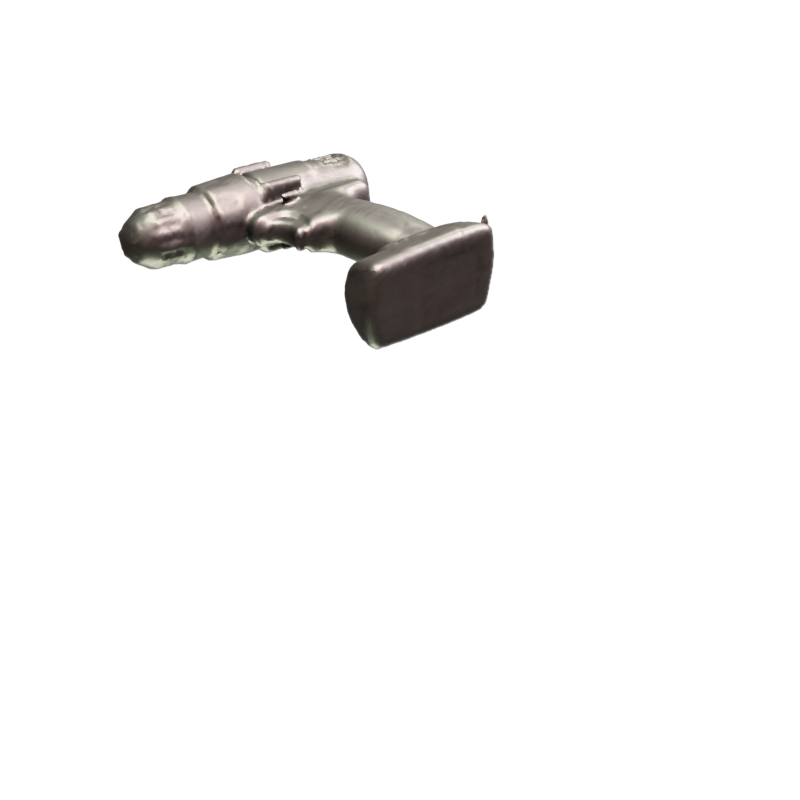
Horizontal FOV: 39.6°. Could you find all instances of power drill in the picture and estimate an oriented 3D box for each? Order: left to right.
[{"bbox_3d":[-0.053,-0.096,0.674,0.183,0.054,0.201,-24,39,-34],"label":"power drill"}]
